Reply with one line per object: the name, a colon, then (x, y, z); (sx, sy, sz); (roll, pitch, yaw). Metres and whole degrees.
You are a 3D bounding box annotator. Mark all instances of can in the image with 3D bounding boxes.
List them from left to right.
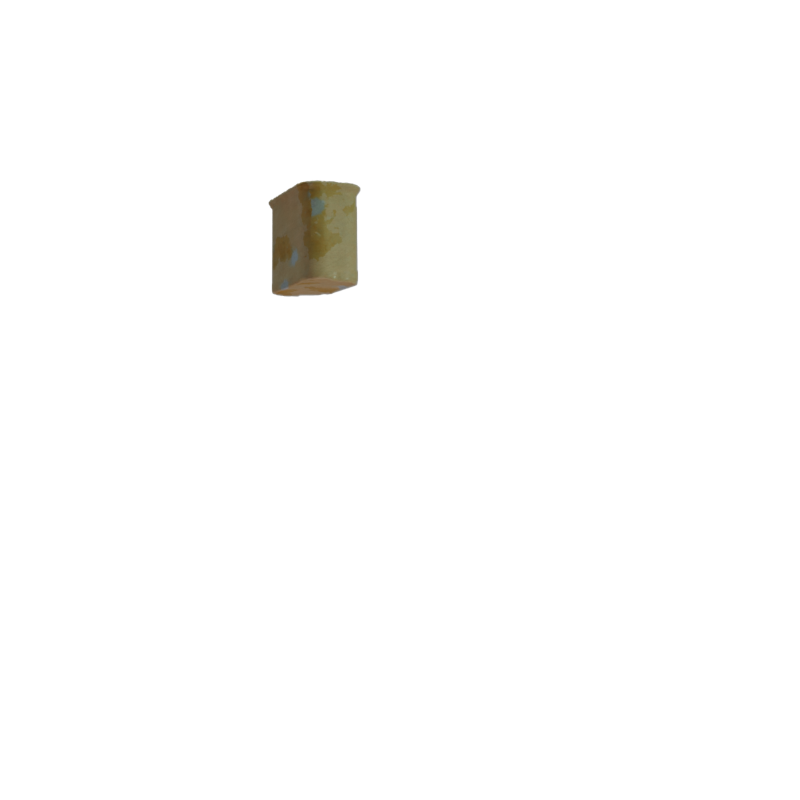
can: (-0.075, -0.136, 0.955); (0.056, 0.086, 0.103); (4, -7, -26)
